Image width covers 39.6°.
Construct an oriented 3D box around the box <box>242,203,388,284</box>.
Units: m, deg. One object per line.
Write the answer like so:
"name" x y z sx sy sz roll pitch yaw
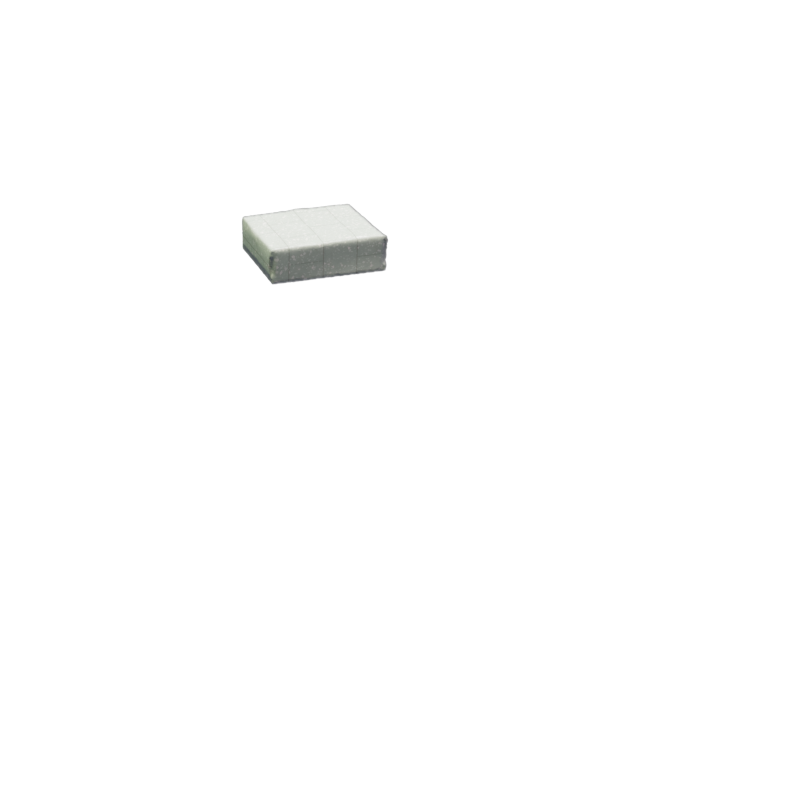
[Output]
"box" -0.063 -0.115 0.808 0.088 0.029 0.078 -10 29 -19
